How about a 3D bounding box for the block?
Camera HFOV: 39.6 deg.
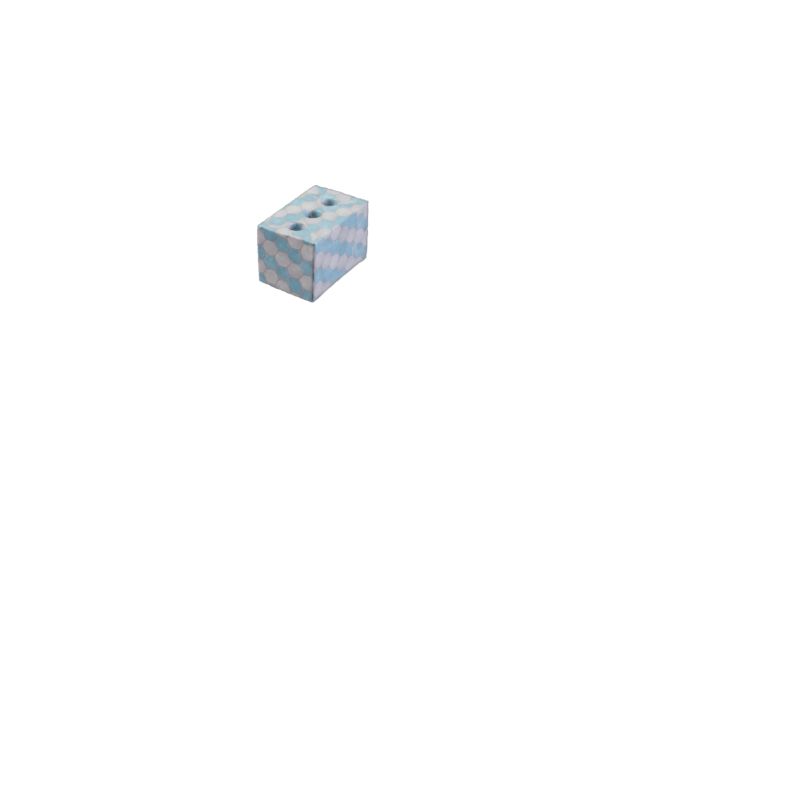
[{"bbox_3d":[-0.066,-0.120,0.841,0.055,0.048,0.079,20,40,24],"label":"block"}]
